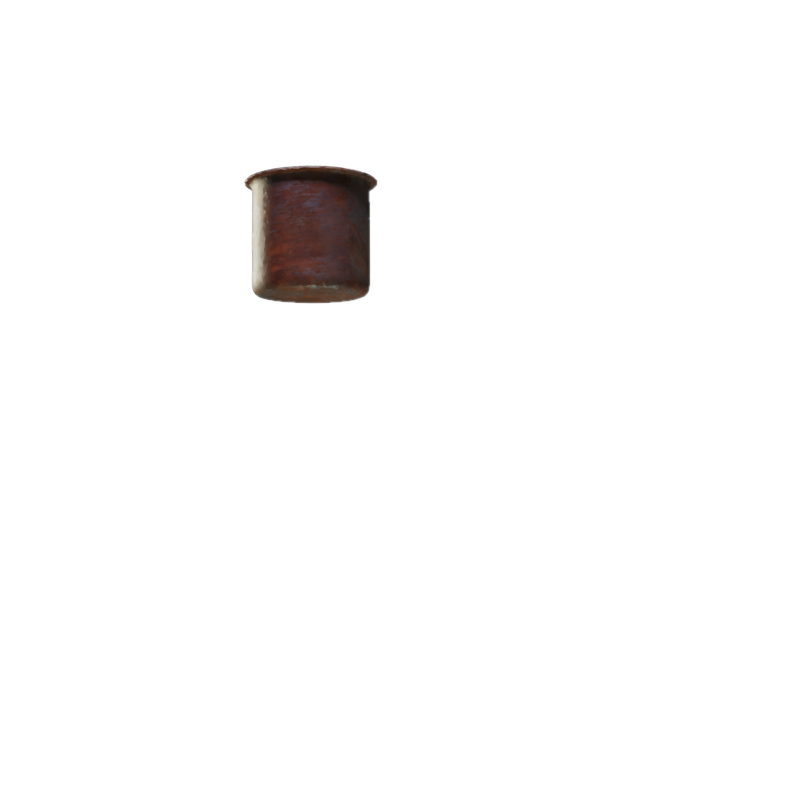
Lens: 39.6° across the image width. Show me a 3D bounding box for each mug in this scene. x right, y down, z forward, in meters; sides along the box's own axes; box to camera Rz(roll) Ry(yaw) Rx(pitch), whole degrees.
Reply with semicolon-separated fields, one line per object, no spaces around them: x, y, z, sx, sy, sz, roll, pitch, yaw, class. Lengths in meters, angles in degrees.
-0.061;-0.111;0.781;0.094;0.083;0.114;-1;-5;5;mug
